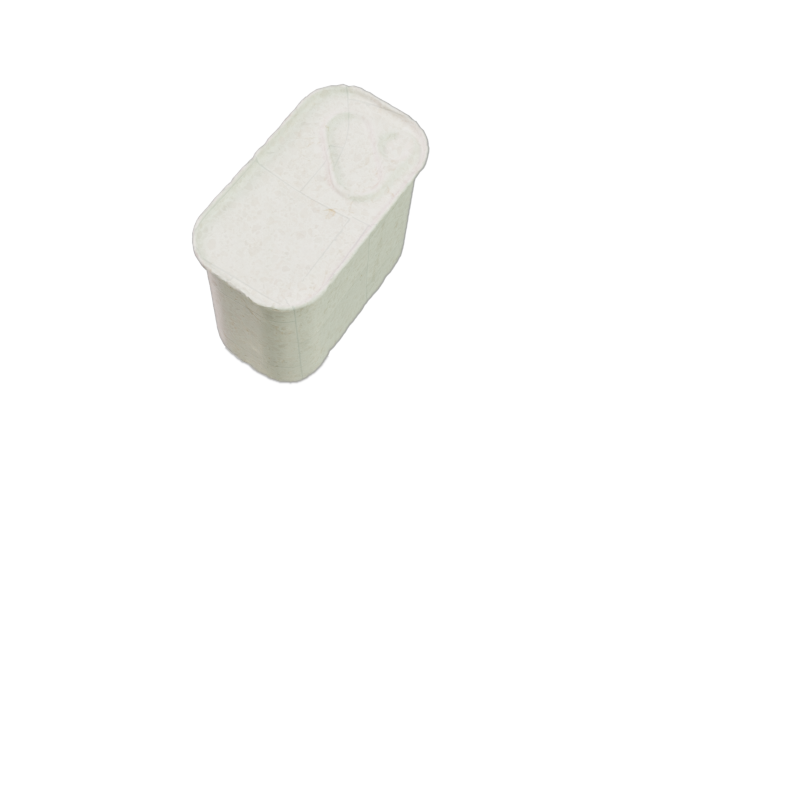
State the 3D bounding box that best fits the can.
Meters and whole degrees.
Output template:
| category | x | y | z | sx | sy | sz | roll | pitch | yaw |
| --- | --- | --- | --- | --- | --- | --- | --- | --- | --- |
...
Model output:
| category | x | y | z | sx | sy | sz | roll | pitch | yaw |
| --- | --- | --- | --- | --- | --- | --- | --- | --- | --- |
| can | -0.036 | -0.066 | 0.461 | 0.059 | 0.104 | 0.079 | 32 | -22 | 11 |
